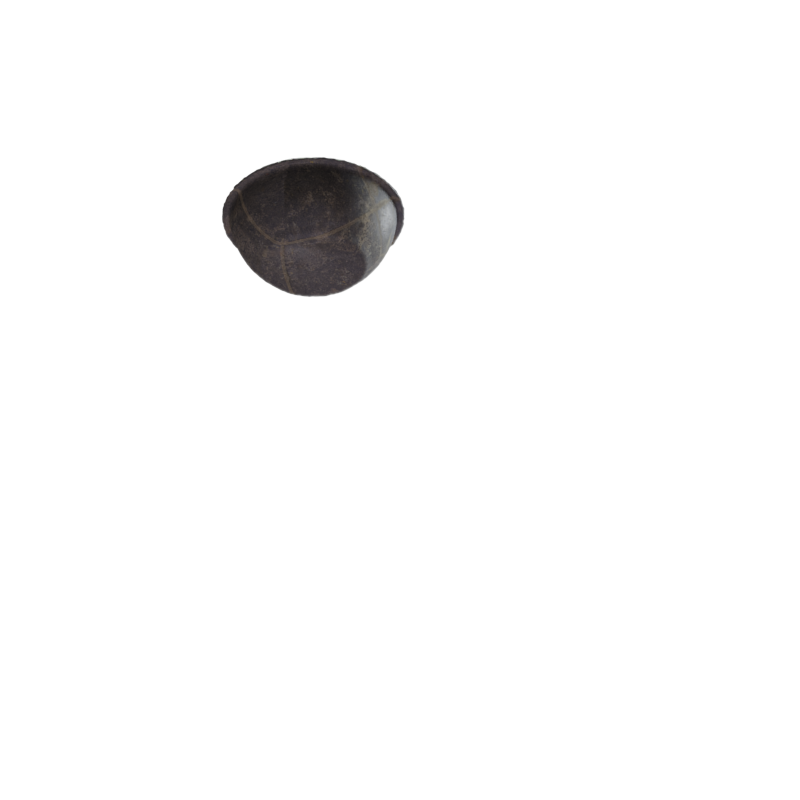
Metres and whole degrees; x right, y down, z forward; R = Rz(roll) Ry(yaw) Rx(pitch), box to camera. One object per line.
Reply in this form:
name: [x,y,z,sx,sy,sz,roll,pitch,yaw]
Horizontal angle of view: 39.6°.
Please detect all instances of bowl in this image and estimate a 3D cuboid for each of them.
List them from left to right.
bowl: [-0.076,-0.138,0.965,0.162,0.059,0.152,1,-33,-2]
